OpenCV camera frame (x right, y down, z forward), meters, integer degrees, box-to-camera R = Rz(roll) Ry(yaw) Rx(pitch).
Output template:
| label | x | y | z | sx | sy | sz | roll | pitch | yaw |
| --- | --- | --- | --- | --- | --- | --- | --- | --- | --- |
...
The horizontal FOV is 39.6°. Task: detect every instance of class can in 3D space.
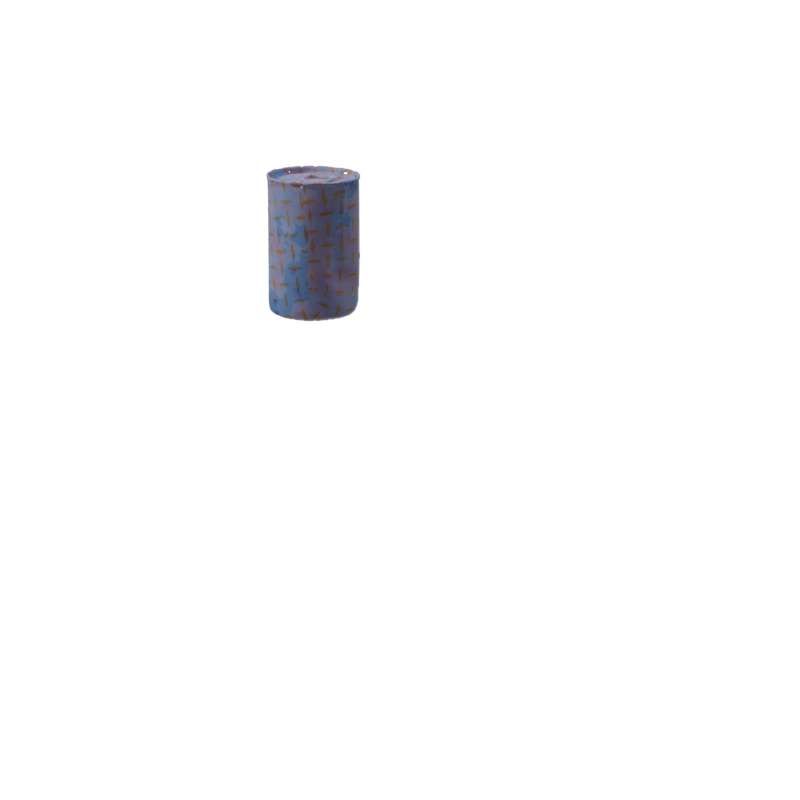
| label | x | y | z | sx | sy | sz | roll | pitch | yaw |
| --- | --- | --- | --- | --- | --- | --- | --- | --- | --- |
| can | -0.064 | -0.116 | 0.815 | 0.068 | 0.099 | 0.071 | 0 | 17 | -2 |
